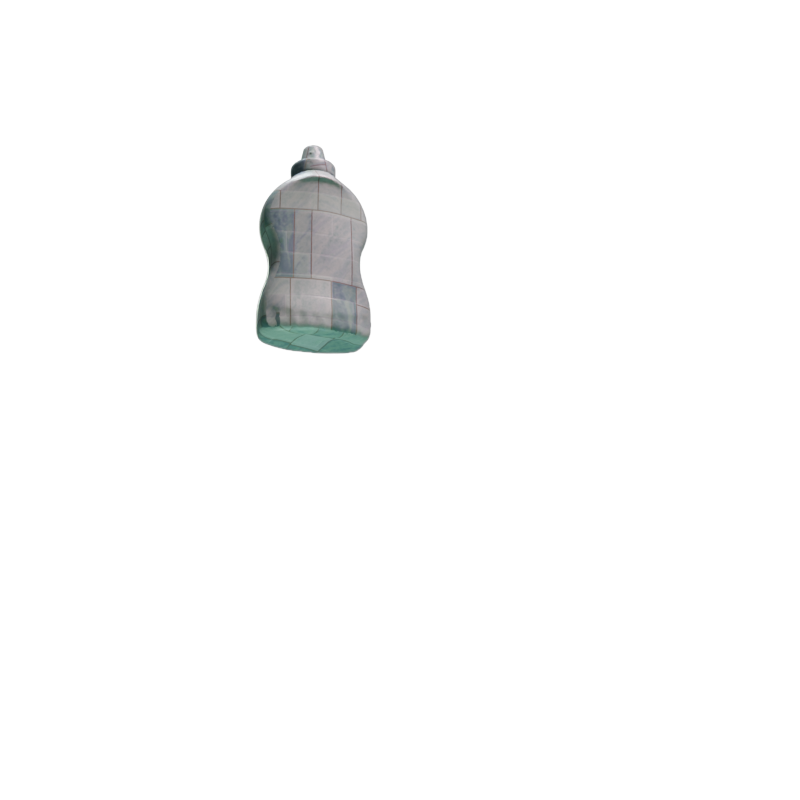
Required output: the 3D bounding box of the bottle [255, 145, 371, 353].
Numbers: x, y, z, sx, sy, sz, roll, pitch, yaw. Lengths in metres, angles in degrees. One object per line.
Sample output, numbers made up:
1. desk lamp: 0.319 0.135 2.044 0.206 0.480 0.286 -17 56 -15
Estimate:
1. bottle: -0.077 -0.139 0.978 0.094 0.203 0.056 5 -26 -14
